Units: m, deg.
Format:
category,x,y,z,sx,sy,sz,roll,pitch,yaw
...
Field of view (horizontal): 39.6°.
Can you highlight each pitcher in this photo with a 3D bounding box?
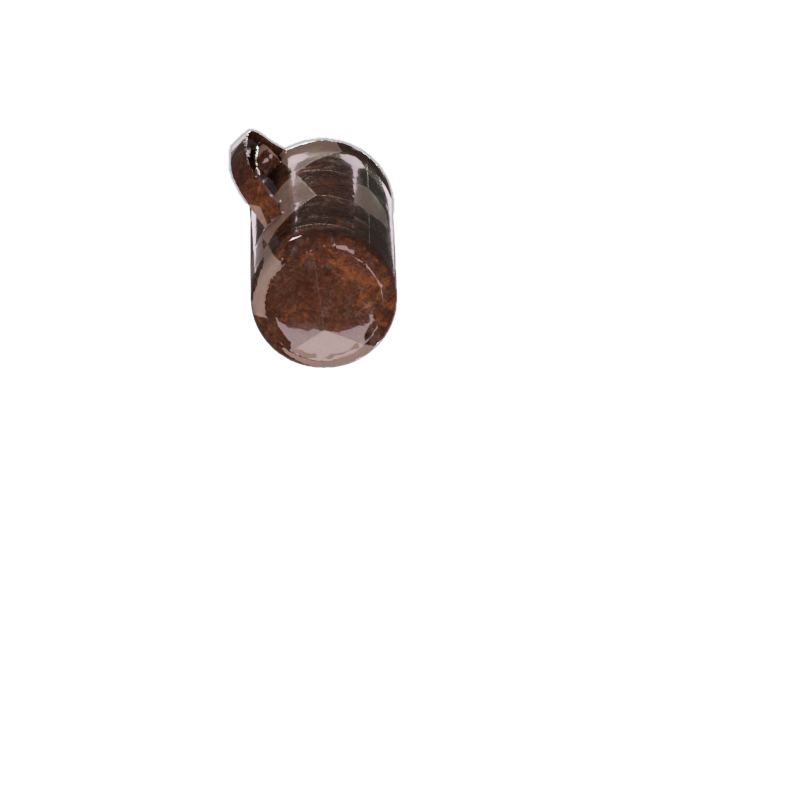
category,x,y,z,sx,sy,sz,roll,pitch,yaw
pitcher,-0.072,-0.131,0.916,0.148,0.138,0.256,3,24,-5
